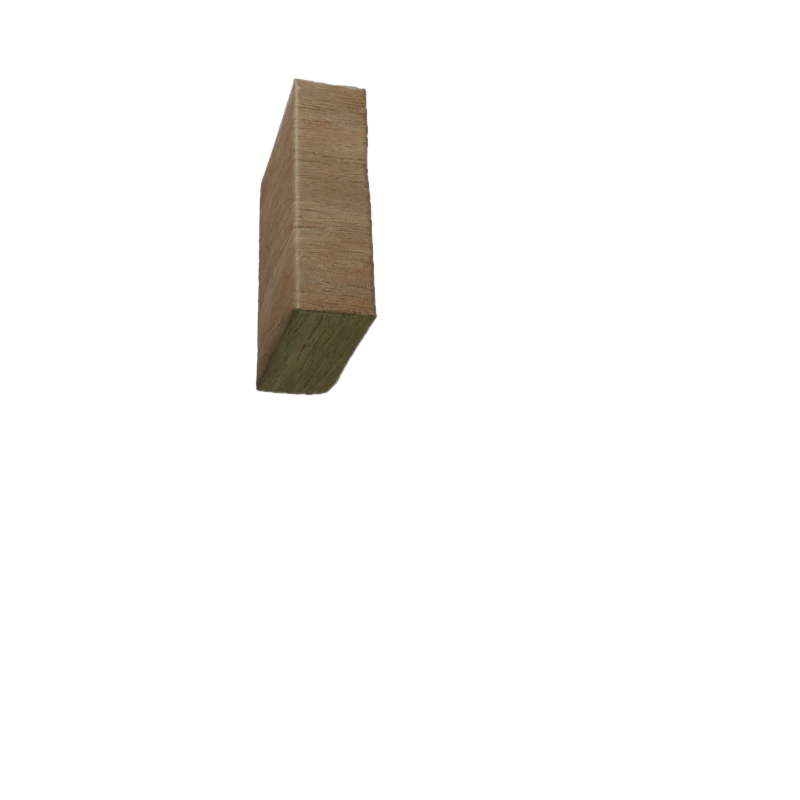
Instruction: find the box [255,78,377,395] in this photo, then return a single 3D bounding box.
[{"bbox_3d":[-0.072,-0.132,0.926,0.070,0.227,0.158,6,-27,-15],"label":"box"}]
